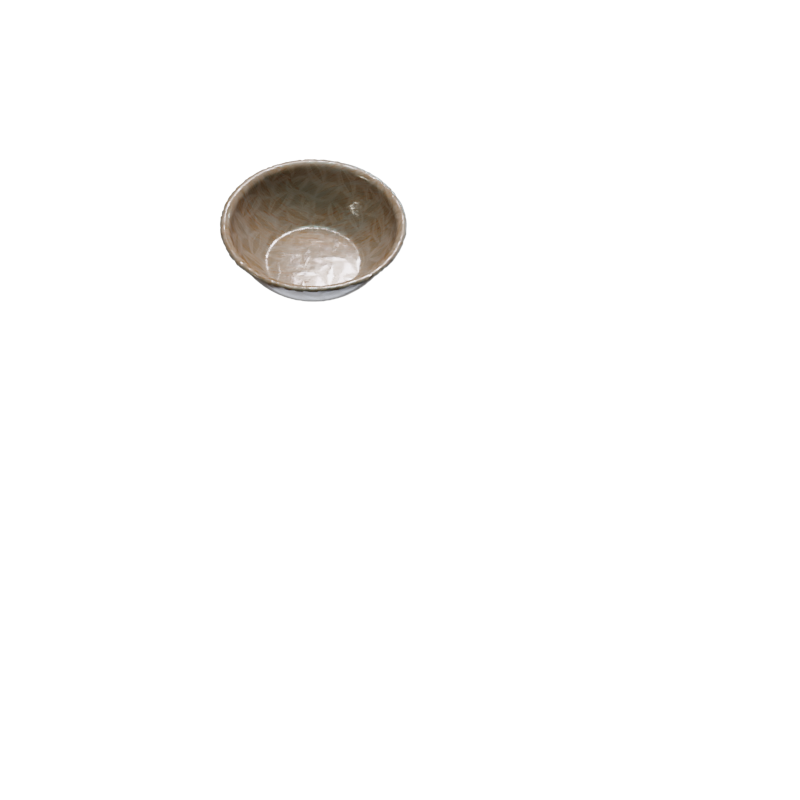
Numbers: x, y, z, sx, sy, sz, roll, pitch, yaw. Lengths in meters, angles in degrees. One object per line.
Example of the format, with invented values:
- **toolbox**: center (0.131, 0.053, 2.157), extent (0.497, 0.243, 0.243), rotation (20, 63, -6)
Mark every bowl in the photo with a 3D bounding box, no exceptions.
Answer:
- **bowl**: center (-0.077, -0.140, 0.979), extent (0.162, 0.174, 0.051), rotation (-1, -40, -1)
